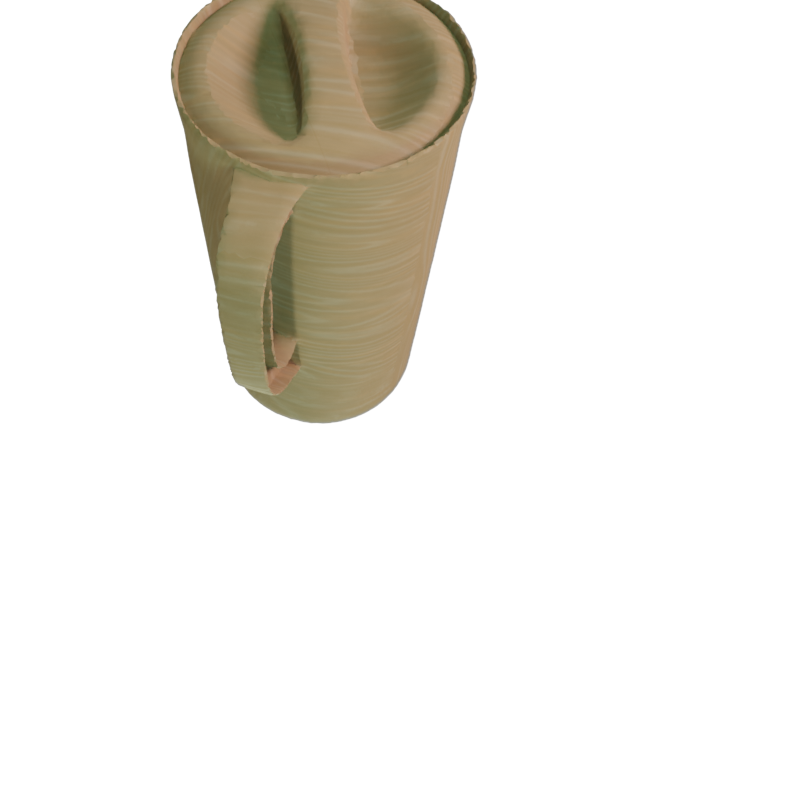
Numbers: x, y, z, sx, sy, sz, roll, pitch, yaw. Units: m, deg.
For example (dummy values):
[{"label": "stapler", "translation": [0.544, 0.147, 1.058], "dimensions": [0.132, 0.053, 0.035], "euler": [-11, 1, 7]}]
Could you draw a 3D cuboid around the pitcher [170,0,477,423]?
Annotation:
[{"label": "pitcher", "translation": [-0.044, -0.081, 0.567], "dimensions": [0.148, 0.156, 0.227], "euler": [-23, -29, -17]}]
